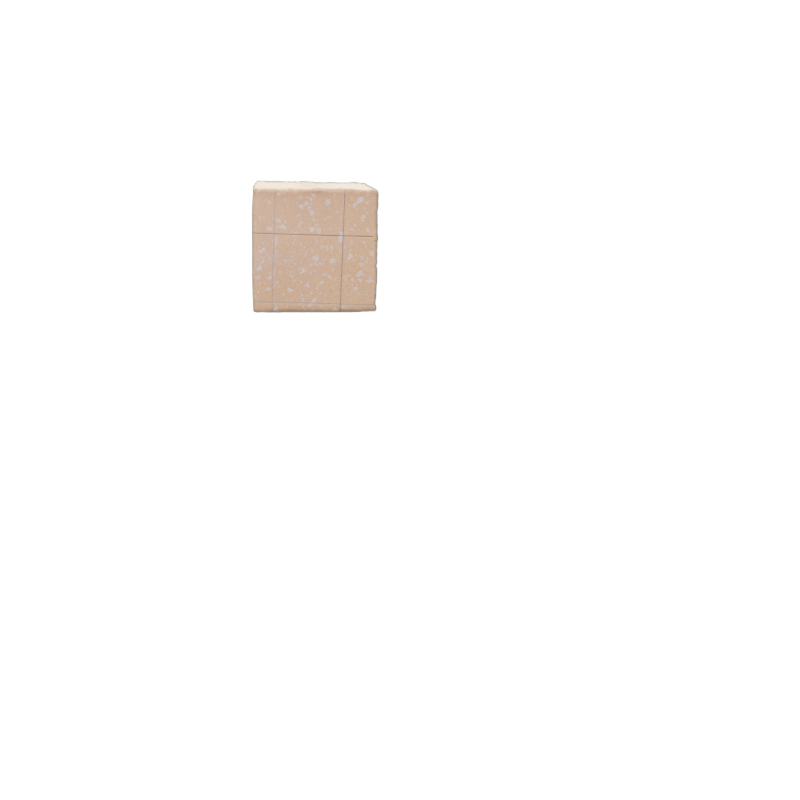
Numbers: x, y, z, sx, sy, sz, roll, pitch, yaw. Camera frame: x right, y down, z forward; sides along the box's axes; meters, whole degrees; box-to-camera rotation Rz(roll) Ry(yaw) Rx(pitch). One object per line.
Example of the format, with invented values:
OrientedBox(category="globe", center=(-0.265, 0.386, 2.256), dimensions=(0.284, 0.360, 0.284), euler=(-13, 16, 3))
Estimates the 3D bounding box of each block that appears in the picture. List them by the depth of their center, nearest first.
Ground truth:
OrientedBox(category="block", center=(-0.038, -0.069, 0.485), dimensions=(0.052, 0.050, 0.080), euler=(-1, 11, -5))
